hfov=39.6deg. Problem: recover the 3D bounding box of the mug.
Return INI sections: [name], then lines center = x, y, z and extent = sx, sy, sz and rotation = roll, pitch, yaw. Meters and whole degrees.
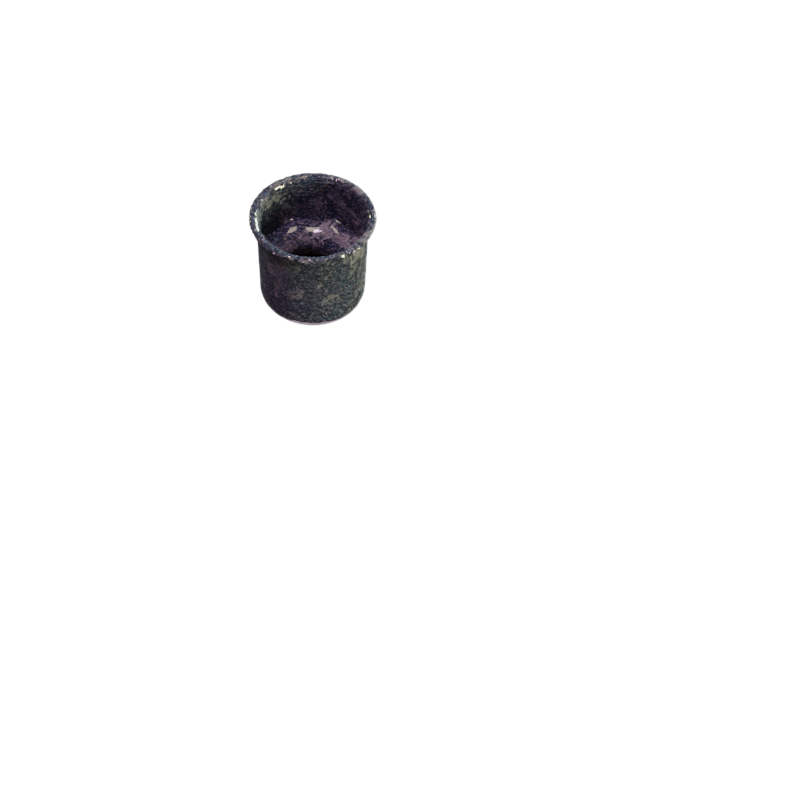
[mug]
center = -0.066, -0.121, 0.844
extent = 0.093, 0.126, 0.076
rotation = 1, -40, -1
